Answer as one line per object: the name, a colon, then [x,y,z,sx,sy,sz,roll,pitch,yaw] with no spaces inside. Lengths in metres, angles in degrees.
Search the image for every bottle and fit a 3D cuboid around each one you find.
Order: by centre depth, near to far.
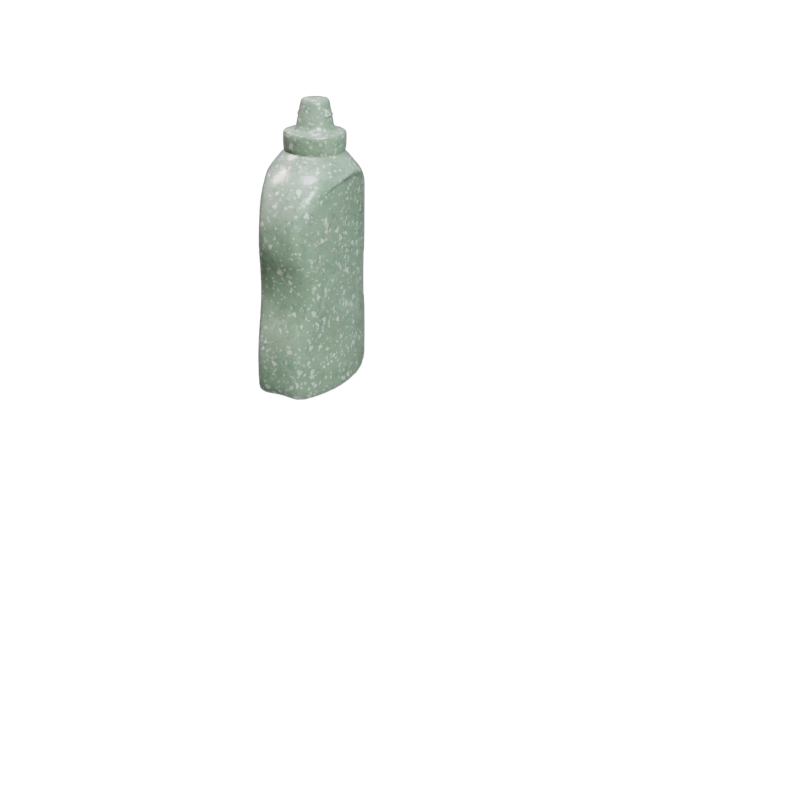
bottle: [-0.057,-0.104,0.732,0.061,0.184,0.096,11,22,26]
